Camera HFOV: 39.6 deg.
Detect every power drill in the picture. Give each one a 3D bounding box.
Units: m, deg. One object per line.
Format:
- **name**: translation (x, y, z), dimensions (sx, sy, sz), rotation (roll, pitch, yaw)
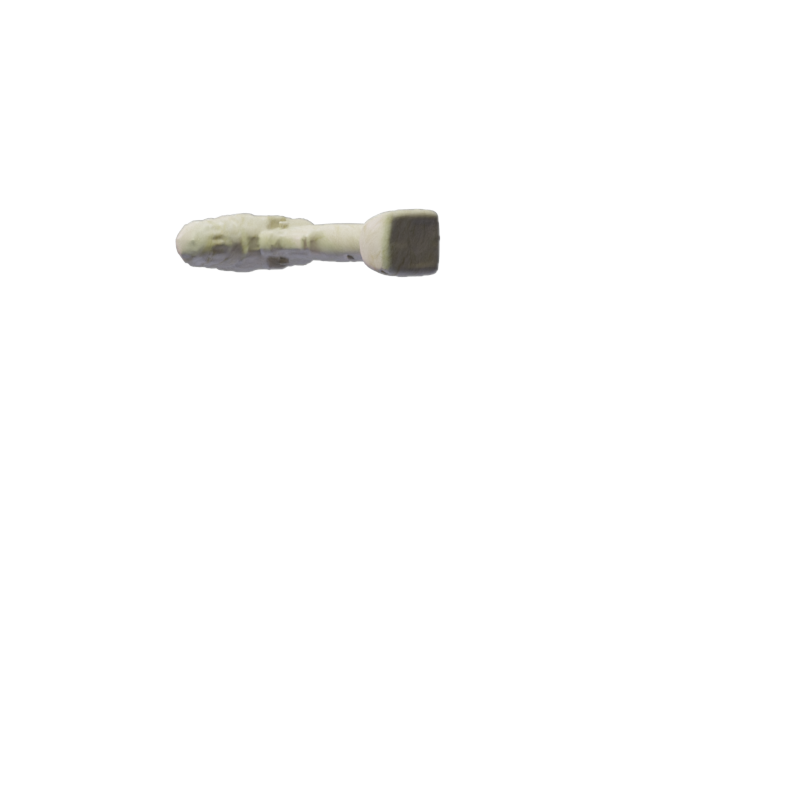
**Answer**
- **power drill**: translation (-0.075, -0.136, 0.953), dimensions (0.195, 0.056, 0.180), rotation (6, 12, 30)
